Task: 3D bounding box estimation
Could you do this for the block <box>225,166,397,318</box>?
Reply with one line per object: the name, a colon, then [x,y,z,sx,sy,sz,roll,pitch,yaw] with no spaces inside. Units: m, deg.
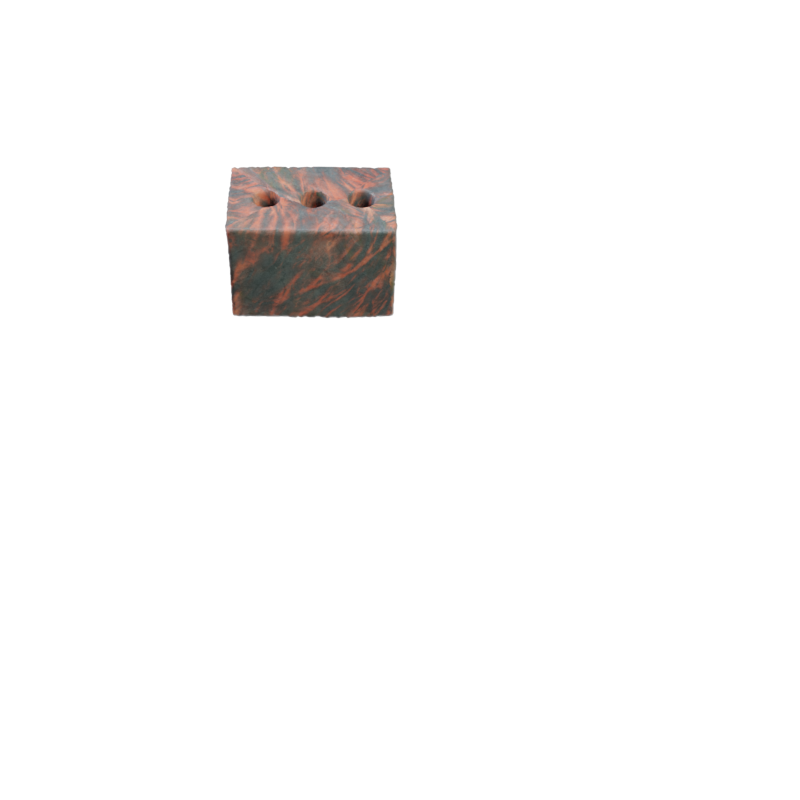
block: [-0.041,-0.074,0.520,0.078,0.048,0.056,0,40,-2]
